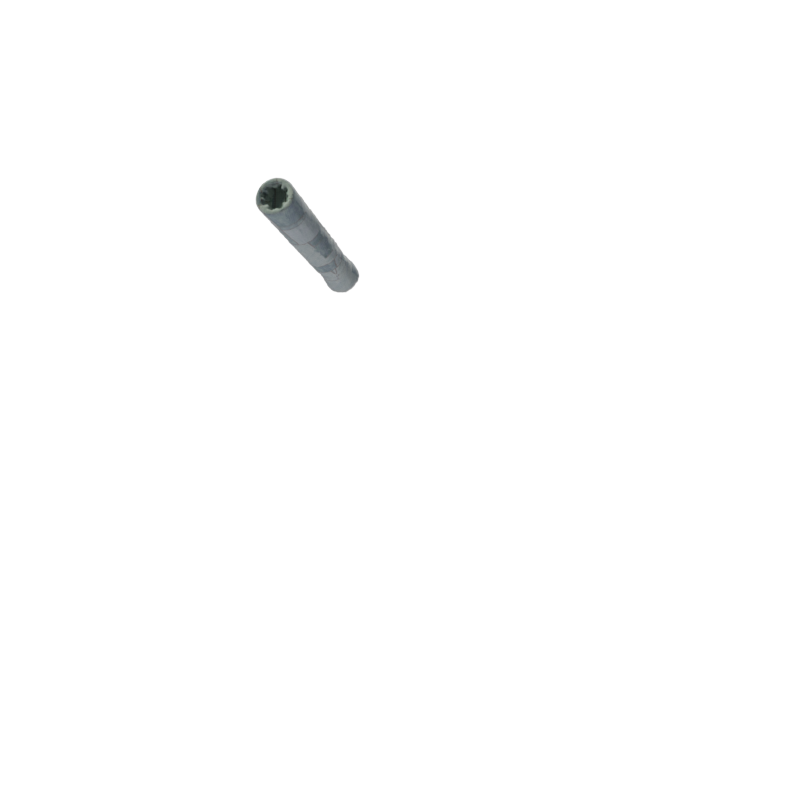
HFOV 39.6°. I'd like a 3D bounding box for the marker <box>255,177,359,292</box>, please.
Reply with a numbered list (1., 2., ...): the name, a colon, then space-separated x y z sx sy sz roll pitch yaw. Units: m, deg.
1. marker: -0.044 -0.080 0.560 0.020 0.020 0.114 2 -13 15
